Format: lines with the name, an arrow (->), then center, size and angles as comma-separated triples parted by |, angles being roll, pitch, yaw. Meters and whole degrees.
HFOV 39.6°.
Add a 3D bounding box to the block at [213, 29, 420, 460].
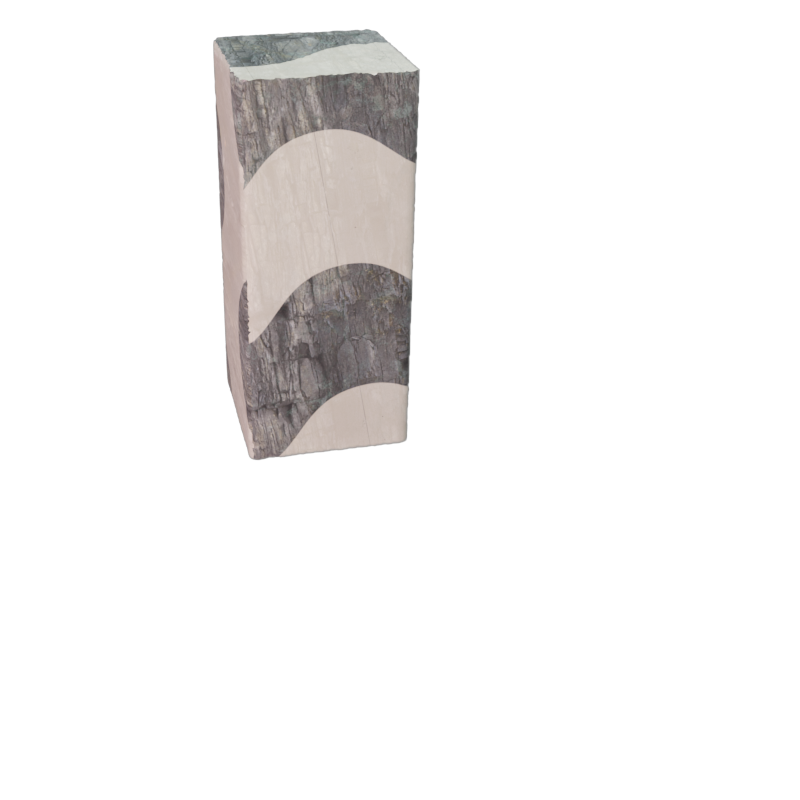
block -> -0.047, -0.084, 0.590 | 0.089, 0.195, 0.097 | -5, 27, -14
